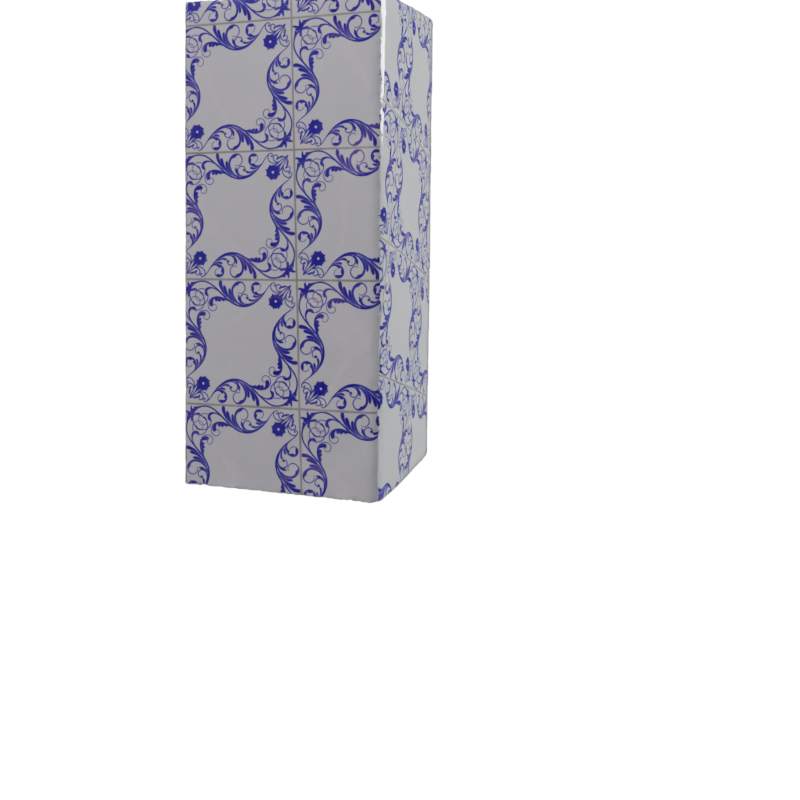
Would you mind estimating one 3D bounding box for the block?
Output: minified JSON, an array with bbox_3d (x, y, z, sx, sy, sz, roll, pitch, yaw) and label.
[{"bbox_3d":[-0.039,-0.071,0.499,0.093,0.204,0.089,2,5,17],"label":"block"}]
